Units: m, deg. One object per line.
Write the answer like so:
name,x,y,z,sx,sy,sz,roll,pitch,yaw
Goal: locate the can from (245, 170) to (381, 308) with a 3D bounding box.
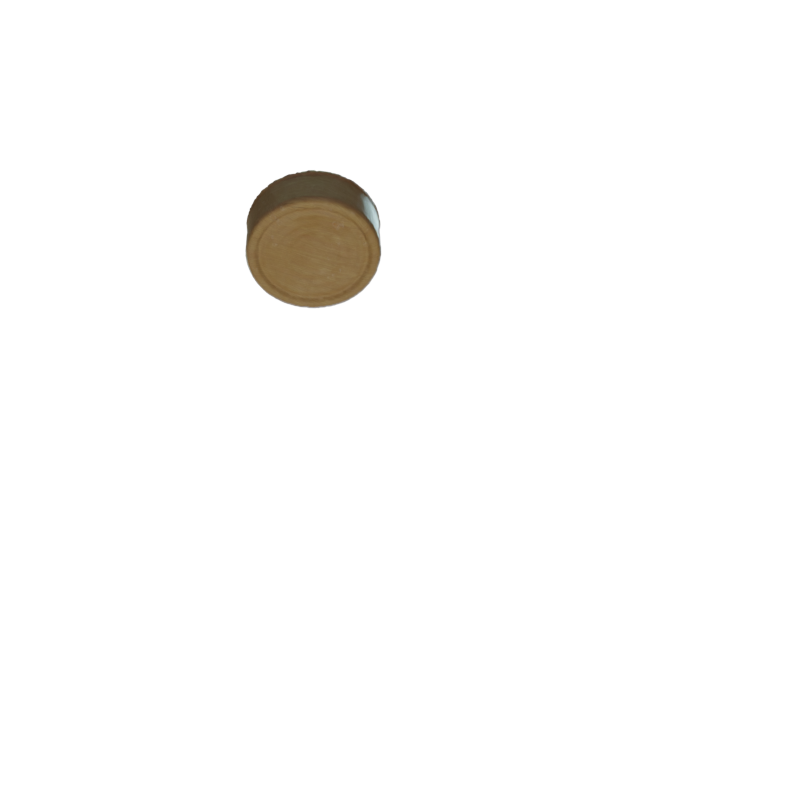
can,-0.055,-0.100,0.699,0.086,0.080,0.036,1,39,-1
